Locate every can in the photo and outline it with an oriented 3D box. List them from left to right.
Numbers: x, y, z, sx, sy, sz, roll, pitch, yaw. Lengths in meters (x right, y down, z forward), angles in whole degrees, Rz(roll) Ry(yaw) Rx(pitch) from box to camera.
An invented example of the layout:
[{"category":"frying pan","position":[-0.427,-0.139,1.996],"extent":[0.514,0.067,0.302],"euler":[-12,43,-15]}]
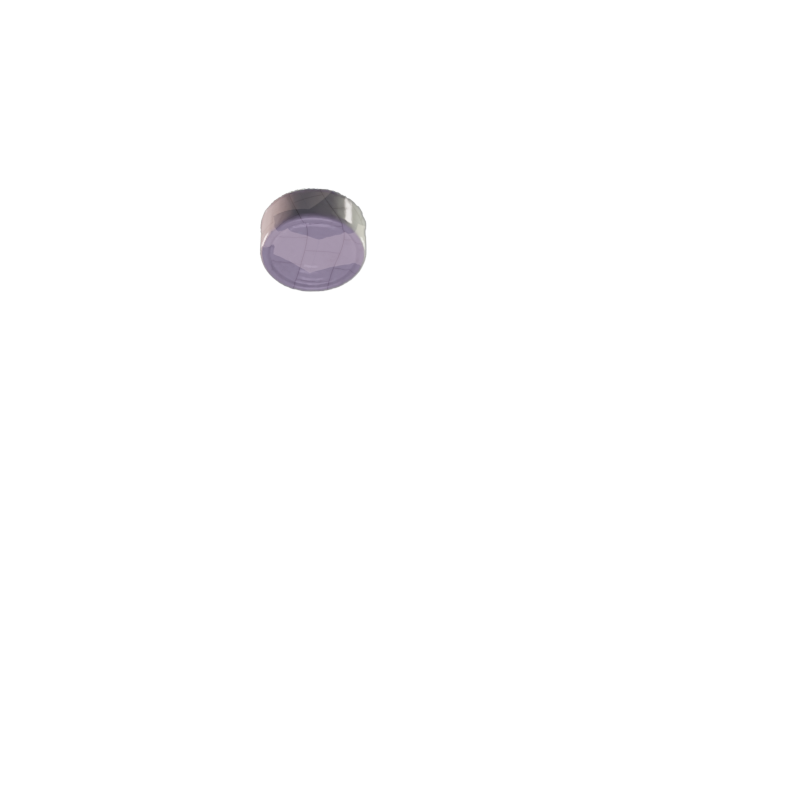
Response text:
[{"category":"can","position":[-0.069,-0.126,0.886],"extent":[0.086,0.036,0.080],"euler":[1,-43,-1]}]
